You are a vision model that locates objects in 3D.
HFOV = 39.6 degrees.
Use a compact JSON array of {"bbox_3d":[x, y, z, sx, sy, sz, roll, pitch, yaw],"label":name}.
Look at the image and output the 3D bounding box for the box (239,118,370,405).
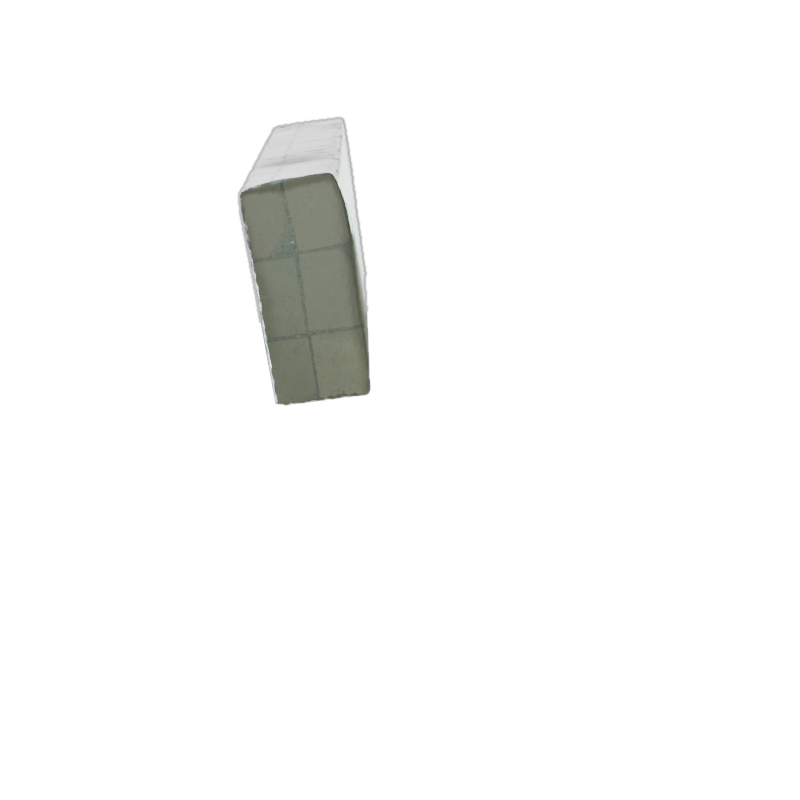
[{"bbox_3d":[-0.041,-0.074,0.521,0.048,0.090,0.183,-8,19,-1],"label":"box"}]
